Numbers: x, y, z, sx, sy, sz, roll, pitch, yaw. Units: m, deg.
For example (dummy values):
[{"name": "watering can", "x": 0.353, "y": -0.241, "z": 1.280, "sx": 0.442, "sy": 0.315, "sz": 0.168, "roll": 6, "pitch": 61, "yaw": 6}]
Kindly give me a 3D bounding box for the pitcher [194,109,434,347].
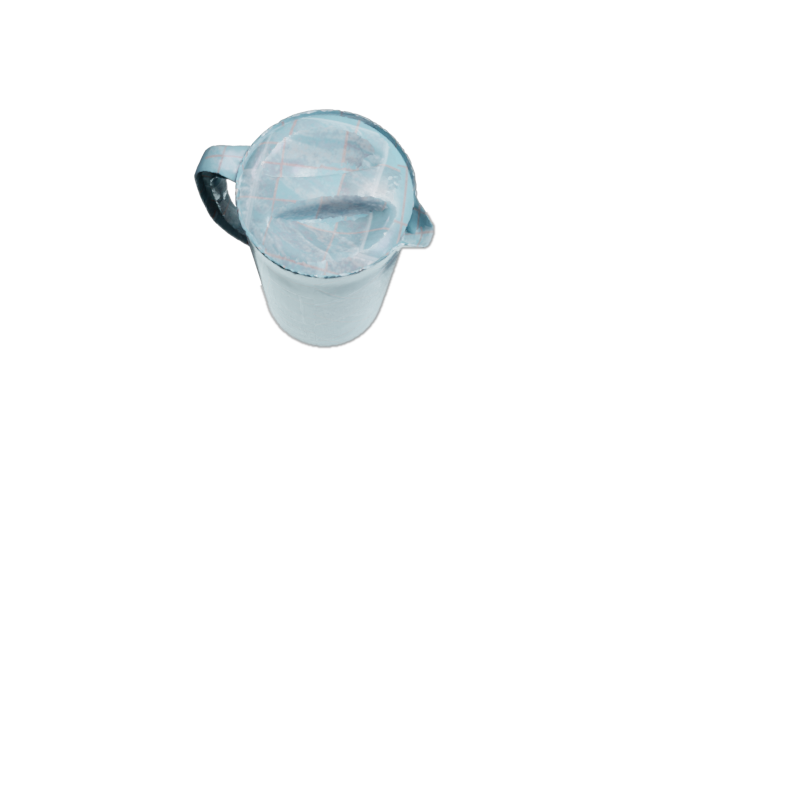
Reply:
[{"name": "pitcher", "x": -0.071, "y": -0.130, "z": 0.910, "sx": 0.144, "sy": 0.156, "sz": 0.233, "roll": -24, "pitch": -13, "yaw": -10}]
